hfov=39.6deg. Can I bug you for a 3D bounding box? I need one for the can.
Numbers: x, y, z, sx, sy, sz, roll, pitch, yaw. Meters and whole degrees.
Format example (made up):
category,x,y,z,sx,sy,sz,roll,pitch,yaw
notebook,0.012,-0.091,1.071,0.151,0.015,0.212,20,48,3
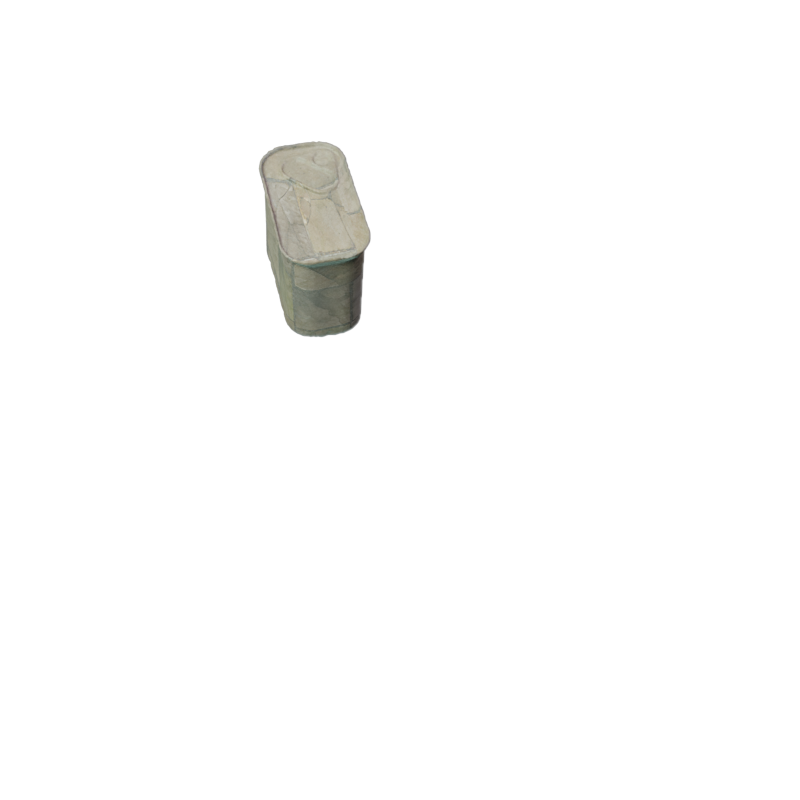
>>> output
category,x,y,z,sx,sy,sz,roll,pitch,yaw
can,-0.057,-0.104,0.727,0.057,0.110,0.078,-10,-36,-10
